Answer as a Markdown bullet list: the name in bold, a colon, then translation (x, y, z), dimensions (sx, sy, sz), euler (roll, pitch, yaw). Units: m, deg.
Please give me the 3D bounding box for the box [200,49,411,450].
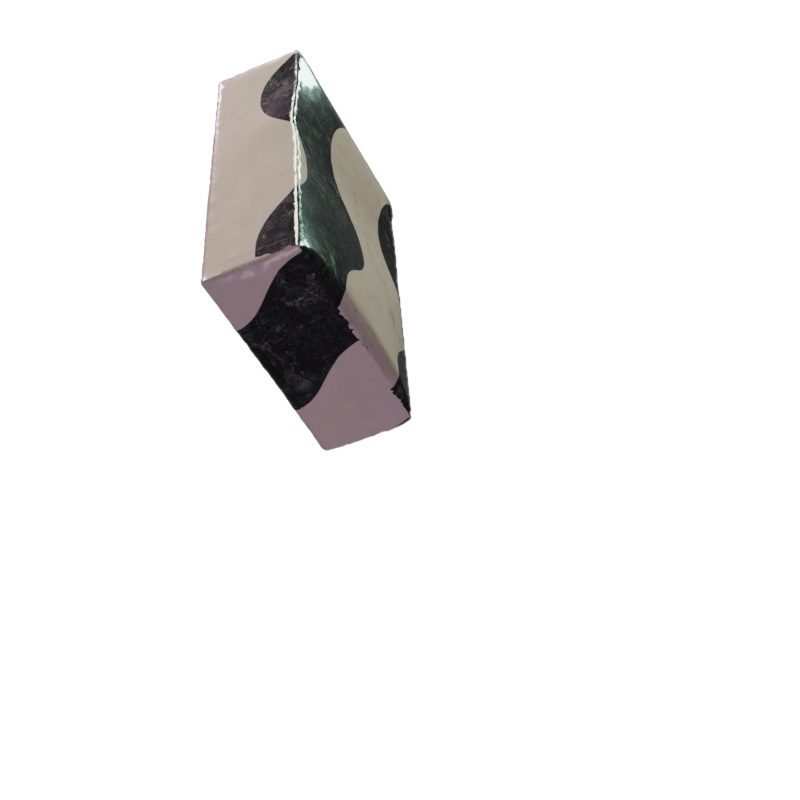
- **box**: translation (-0.057, -0.104, 0.726), dimensions (0.072, 0.230, 0.152), euler (-20, -48, 15)
